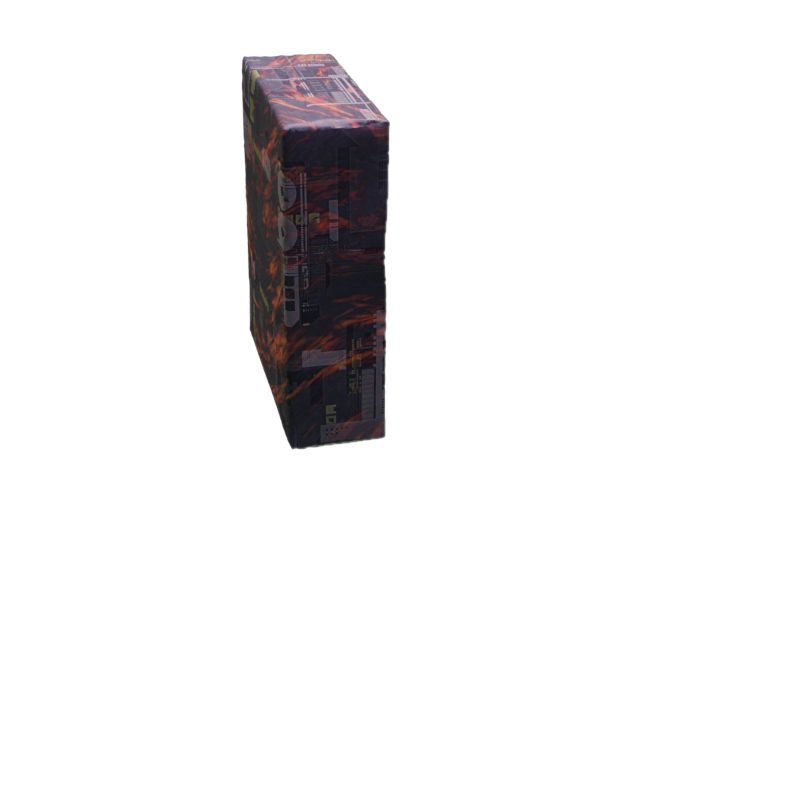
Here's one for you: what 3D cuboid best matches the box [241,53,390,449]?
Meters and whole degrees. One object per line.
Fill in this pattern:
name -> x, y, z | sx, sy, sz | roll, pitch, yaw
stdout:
box -> -0.057, -0.104, 0.726 | 0.071, 0.202, 0.176 | -5, 28, -14
